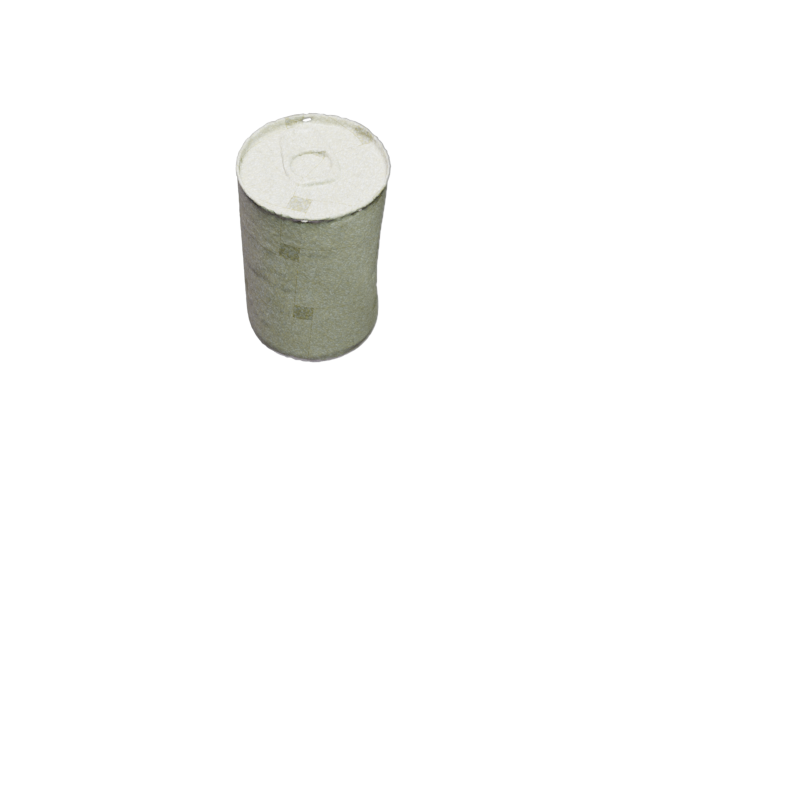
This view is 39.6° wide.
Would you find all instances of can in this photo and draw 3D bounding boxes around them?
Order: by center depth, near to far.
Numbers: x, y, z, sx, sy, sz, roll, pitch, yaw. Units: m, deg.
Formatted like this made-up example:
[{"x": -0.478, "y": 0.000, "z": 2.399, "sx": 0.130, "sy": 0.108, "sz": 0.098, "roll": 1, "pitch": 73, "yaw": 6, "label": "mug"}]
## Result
[{"x": -0.041, "y": -0.074, "z": 0.521, "sx": 0.068, "sy": 0.073, "sz": 0.095, "roll": 0, "pitch": -39, "yaw": -3, "label": "can"}]
